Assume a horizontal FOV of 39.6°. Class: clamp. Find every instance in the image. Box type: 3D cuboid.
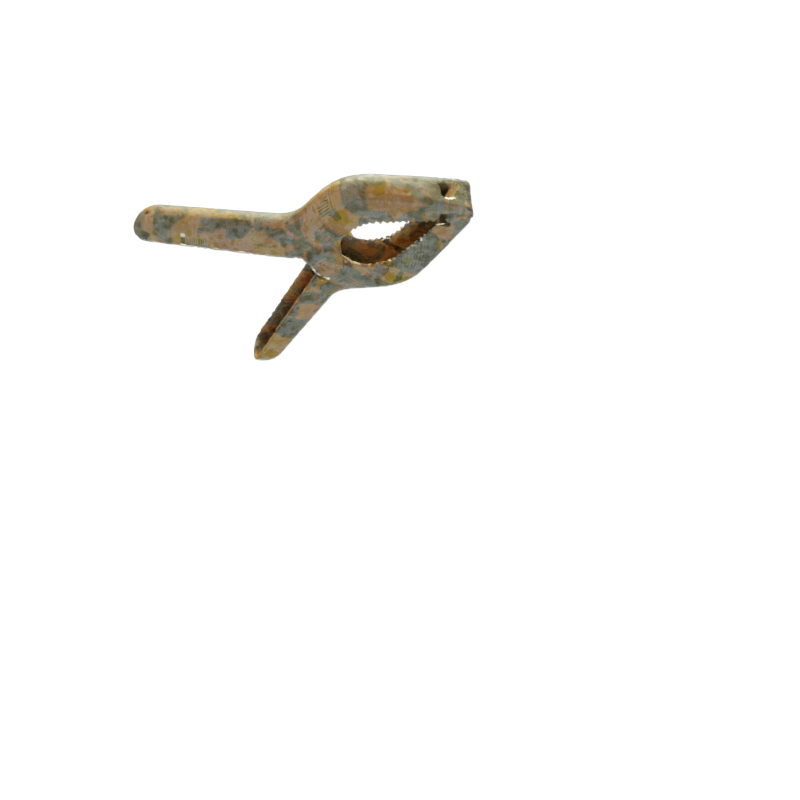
[{"bbox_3d":[-0.057,-0.103,0.723,0.211,0.039,0.152,-21,-41,26],"label":"clamp"}]
